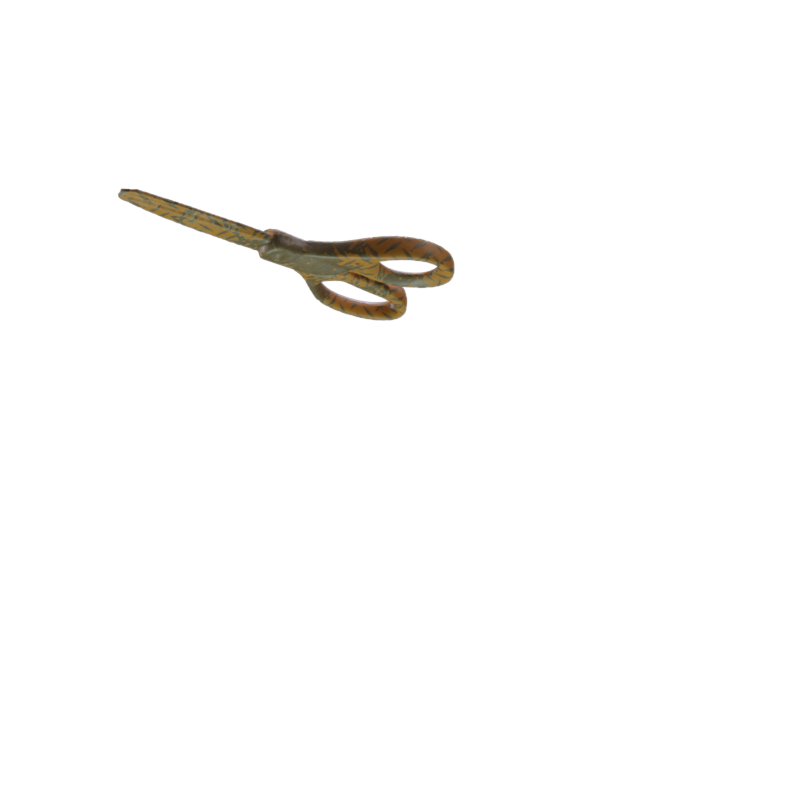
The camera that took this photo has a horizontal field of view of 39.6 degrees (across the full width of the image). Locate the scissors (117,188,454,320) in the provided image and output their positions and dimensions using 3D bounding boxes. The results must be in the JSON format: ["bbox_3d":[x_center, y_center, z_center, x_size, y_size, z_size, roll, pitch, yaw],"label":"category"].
[{"bbox_3d":[-0.047,-0.086,0.603,0.097,0.017,0.188,-15,-26,33],"label":"scissors"}]
